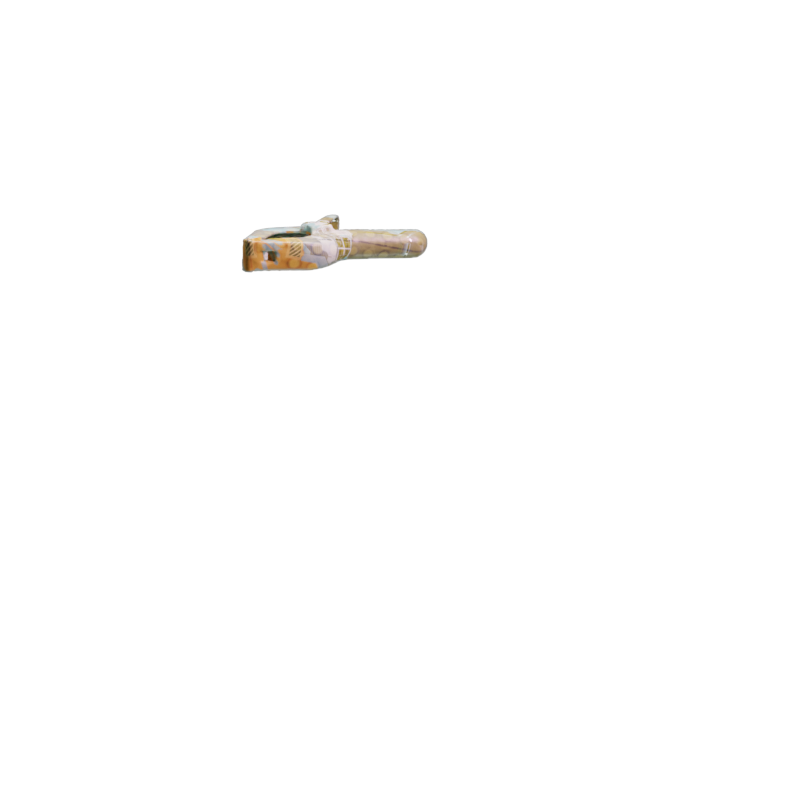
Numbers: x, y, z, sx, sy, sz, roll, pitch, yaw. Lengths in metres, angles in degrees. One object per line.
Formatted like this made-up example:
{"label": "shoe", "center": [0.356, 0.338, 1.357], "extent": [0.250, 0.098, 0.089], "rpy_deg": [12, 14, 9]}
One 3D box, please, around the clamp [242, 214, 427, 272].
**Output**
{"label": "clamp", "center": [-0.075, -0.137, 0.963], "extent": [0.166, 0.038, 0.126], "rpy_deg": [-9, 15, -37]}
